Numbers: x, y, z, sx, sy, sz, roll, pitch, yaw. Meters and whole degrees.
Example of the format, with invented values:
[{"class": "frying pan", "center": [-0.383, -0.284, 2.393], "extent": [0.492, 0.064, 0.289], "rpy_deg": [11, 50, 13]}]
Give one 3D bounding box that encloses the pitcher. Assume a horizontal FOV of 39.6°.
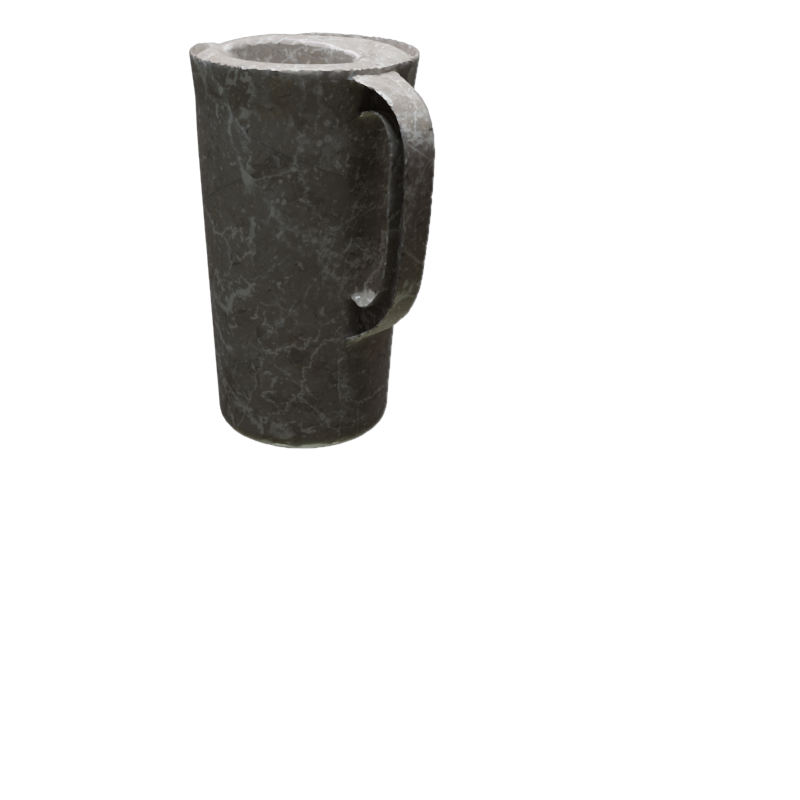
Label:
[{"class": "pitcher", "center": [-0.052, -0.095, 0.668], "extent": [0.146, 0.232, 0.155], "rpy_deg": [3, 22, 5]}]
